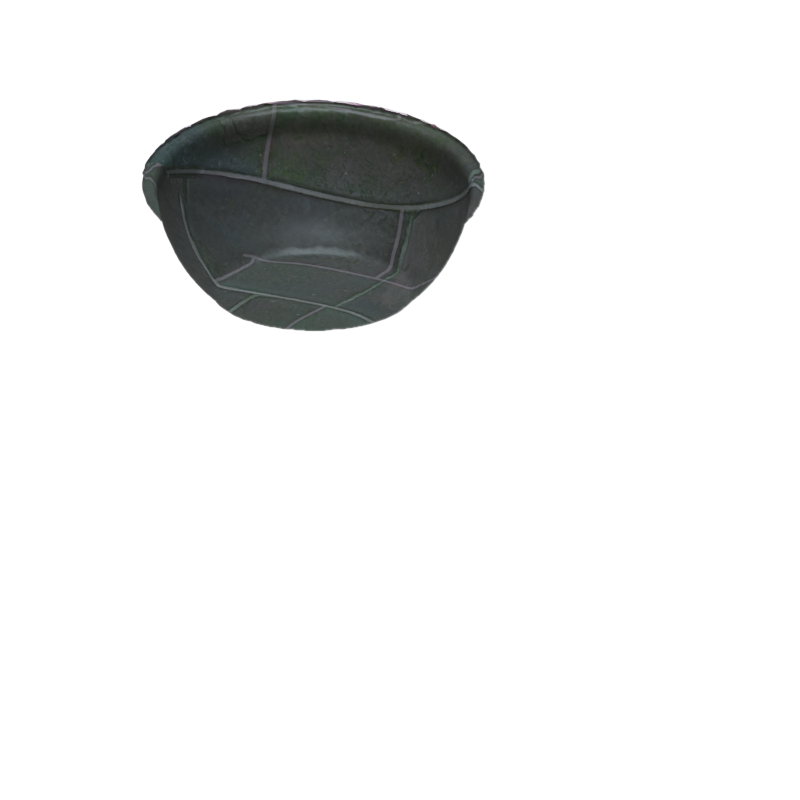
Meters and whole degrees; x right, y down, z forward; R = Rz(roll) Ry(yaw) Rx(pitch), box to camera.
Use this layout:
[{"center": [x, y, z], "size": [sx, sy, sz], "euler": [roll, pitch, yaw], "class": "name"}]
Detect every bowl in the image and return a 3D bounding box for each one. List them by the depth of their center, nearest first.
[{"center": [-0.040, -0.073, 0.514], "size": [0.162, 0.058, 0.154], "euler": [0, -19, -2], "class": "bowl"}]
